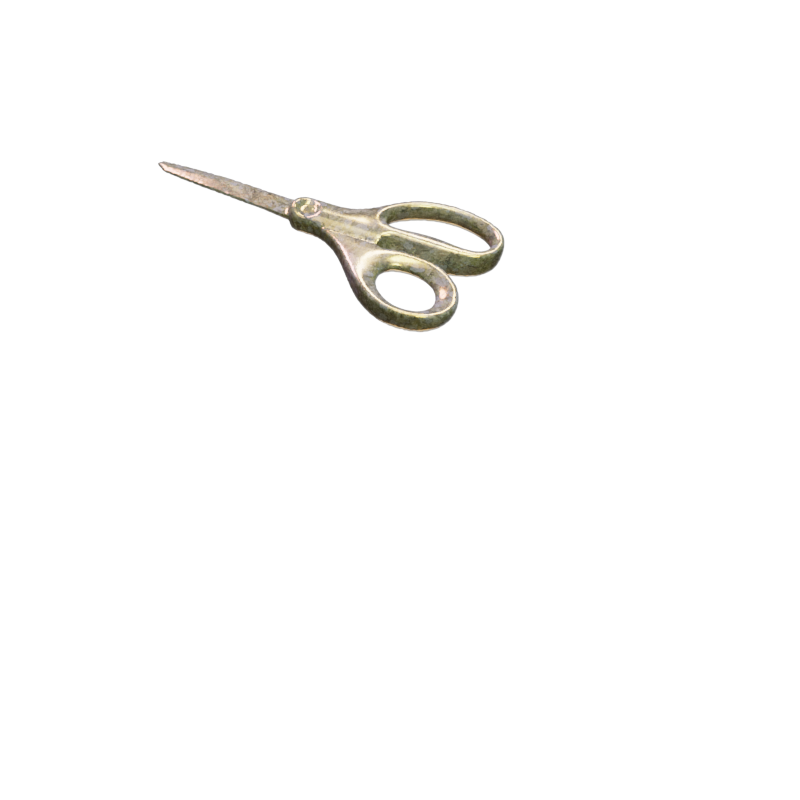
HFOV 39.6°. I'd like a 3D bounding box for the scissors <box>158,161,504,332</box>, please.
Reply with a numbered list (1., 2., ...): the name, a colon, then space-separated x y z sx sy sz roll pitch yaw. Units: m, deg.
1. scissors: -0.047 -0.085 0.598 0.204 0.102 0.015 9 -41 8
